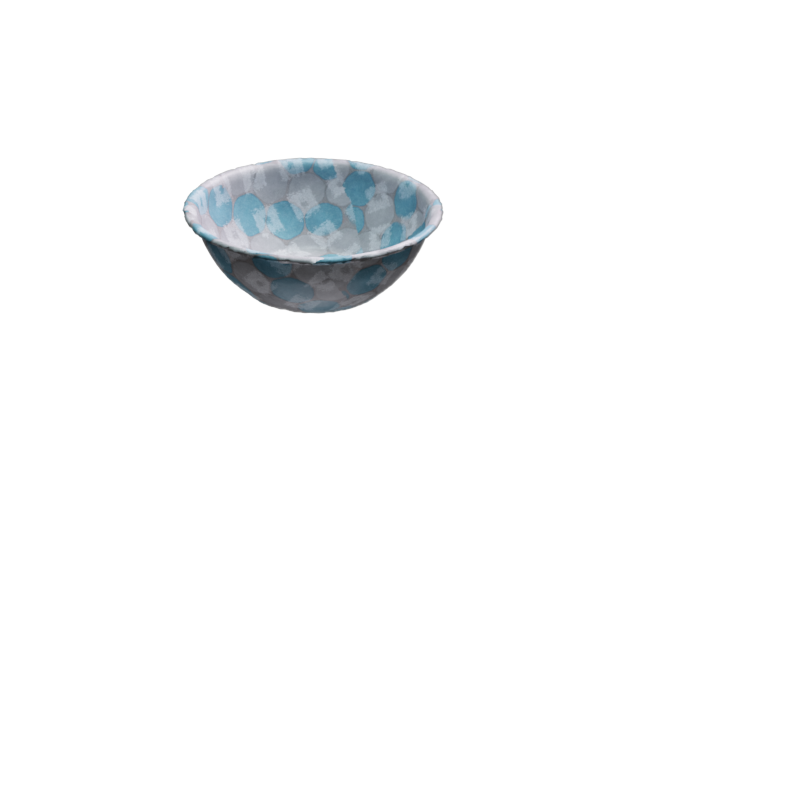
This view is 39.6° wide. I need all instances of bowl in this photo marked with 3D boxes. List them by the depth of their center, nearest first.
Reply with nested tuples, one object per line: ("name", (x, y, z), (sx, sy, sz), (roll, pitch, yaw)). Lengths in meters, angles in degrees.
("bowl", (-0.055, -0.100, 0.702), (0.162, 0.052, 0.172), (-1, 31, -2))
